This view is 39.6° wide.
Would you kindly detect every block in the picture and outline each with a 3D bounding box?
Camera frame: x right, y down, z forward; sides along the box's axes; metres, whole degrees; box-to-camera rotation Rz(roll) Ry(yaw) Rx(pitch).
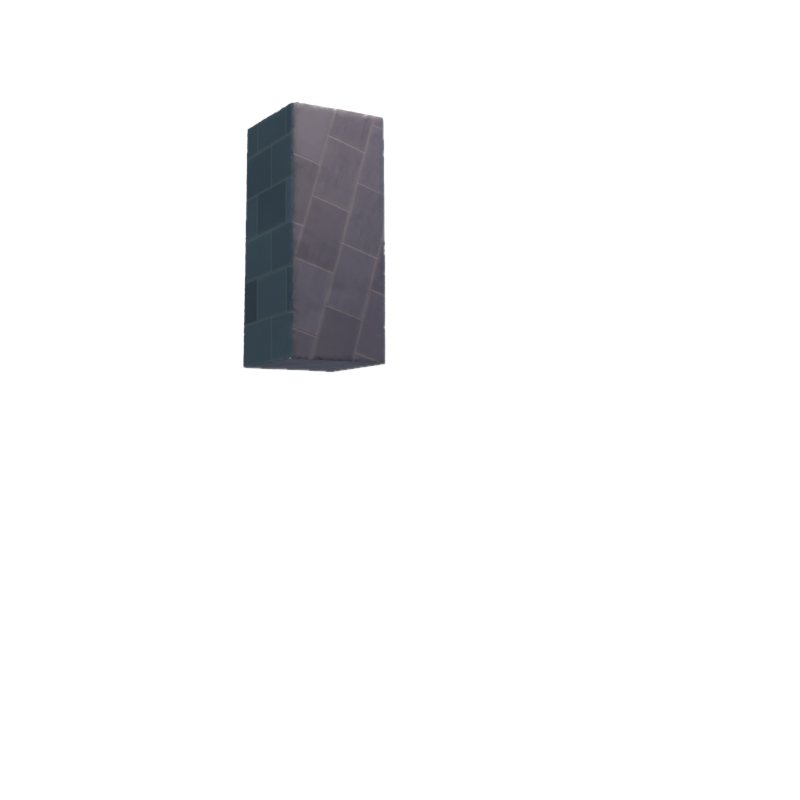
[{"bbox_3d":[-0.071,-0.132,0.922,0.087,0.212,0.092,5,-12,-31],"label":"block"}]
